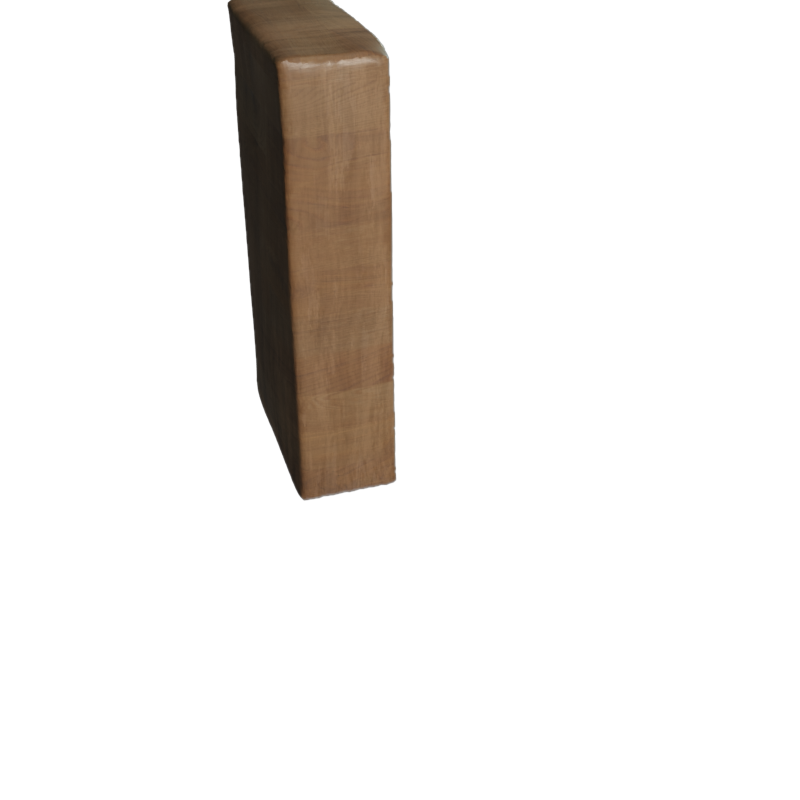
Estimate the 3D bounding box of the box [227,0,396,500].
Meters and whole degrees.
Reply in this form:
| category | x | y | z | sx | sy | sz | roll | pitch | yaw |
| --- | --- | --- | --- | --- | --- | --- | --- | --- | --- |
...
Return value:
| category | x | y | z | sx | sy | sz | roll | pitch | yaw |
| --- | --- | --- | --- | --- | --- | --- | --- | --- | --- |
| box | -0.034 | -0.062 | 0.432 | 0.047 | 0.166 | 0.100 | -6 | 30 | -16 |
